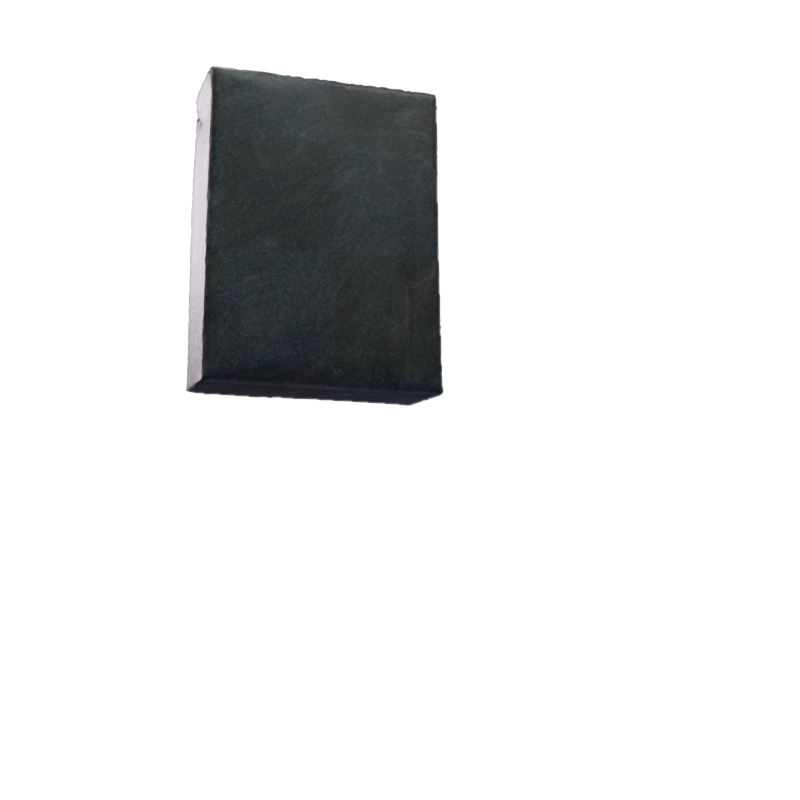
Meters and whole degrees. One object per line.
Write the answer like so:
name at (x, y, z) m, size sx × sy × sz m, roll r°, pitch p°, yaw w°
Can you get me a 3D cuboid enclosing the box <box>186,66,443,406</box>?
box at (-0.059, -0.108, 0.758) m, size 0.160 × 0.222 × 0.071 m, roll 4°, pitch -16°, yaw -17°
